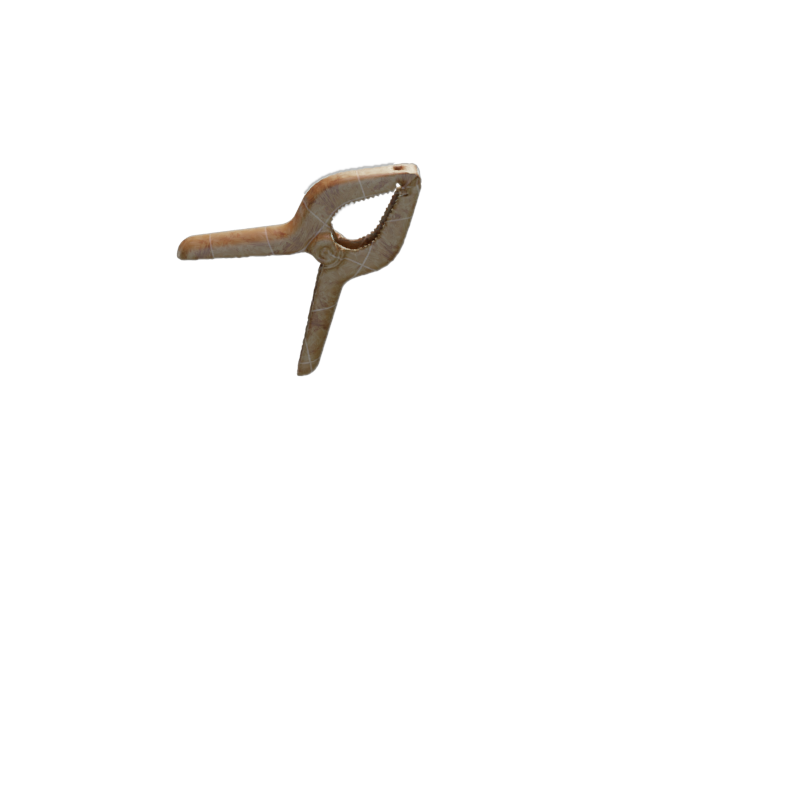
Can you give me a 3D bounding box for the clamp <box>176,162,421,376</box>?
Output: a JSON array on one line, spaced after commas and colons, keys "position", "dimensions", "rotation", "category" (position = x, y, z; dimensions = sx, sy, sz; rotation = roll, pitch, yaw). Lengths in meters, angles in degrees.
[{"position": [-0.073, -0.133, 0.934], "dimensions": [0.158, 0.207, 0.038], "rotation": [40, 19, -17], "category": "clamp"}]
